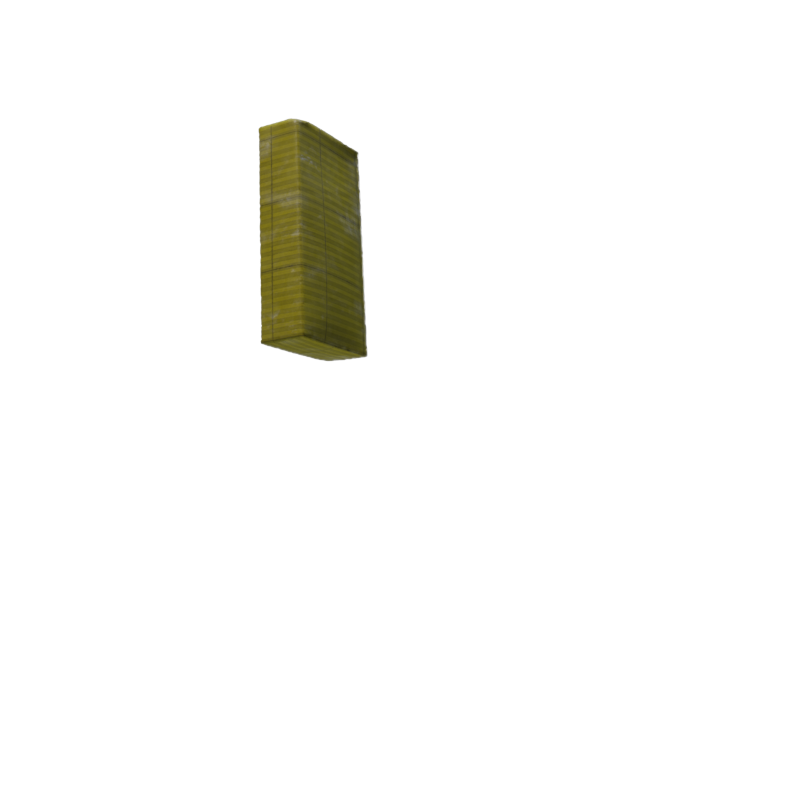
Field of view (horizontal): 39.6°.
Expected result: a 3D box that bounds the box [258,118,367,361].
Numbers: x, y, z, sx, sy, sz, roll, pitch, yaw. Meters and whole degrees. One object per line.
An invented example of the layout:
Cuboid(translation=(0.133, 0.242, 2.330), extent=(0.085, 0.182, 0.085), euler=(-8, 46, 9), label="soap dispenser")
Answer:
Cuboid(translation=(-0.068, -0.124, 0.869), extent=(0.049, 0.183, 0.088), euler=(-11, -18, 30), label="box")
